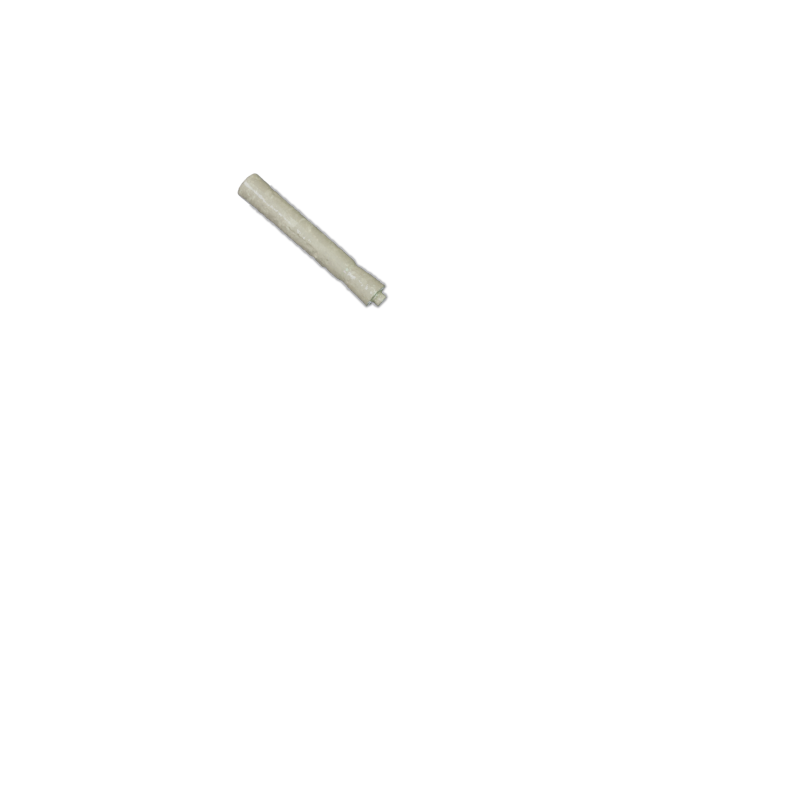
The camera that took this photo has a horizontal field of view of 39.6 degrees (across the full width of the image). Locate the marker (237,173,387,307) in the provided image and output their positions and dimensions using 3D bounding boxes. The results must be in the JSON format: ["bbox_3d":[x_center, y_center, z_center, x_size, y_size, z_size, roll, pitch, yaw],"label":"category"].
[{"bbox_3d":[-0.056,-0.103,0.721,0.125,0.019,0.019,42,13,13],"label":"marker"}]
